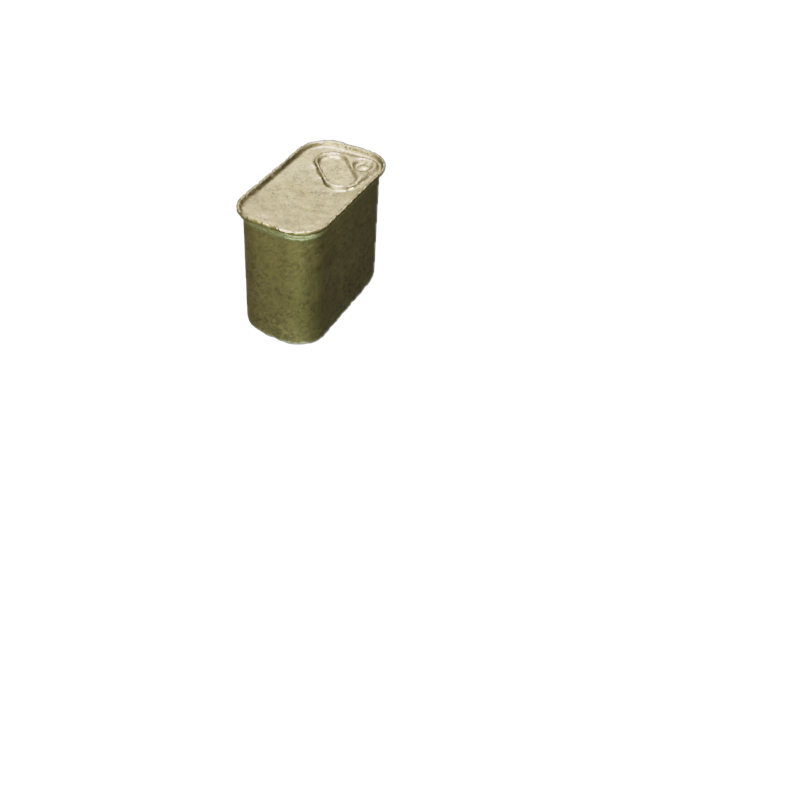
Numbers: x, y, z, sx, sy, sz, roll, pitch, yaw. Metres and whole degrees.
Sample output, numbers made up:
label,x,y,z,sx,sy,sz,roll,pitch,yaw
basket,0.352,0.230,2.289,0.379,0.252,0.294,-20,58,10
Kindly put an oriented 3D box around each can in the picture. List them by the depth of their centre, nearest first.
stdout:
label,x,y,z,sx,sy,sz,roll,pitch,yaw
can,-0.052,-0.095,0.668,0.060,0.078,0.105,19,42,20
